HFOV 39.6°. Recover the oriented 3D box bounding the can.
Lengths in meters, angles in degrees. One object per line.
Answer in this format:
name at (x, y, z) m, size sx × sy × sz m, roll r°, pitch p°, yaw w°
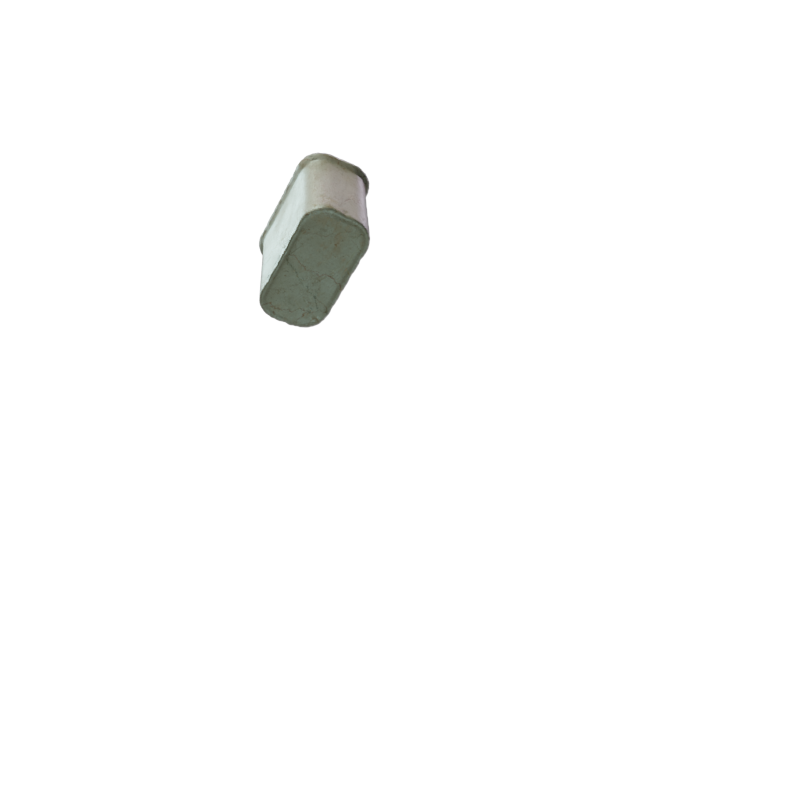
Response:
can at (-0.062, -0.114, 0.798) m, size 0.056 × 0.098 × 0.089 m, roll 23°, pitch 29°, yaw -17°
